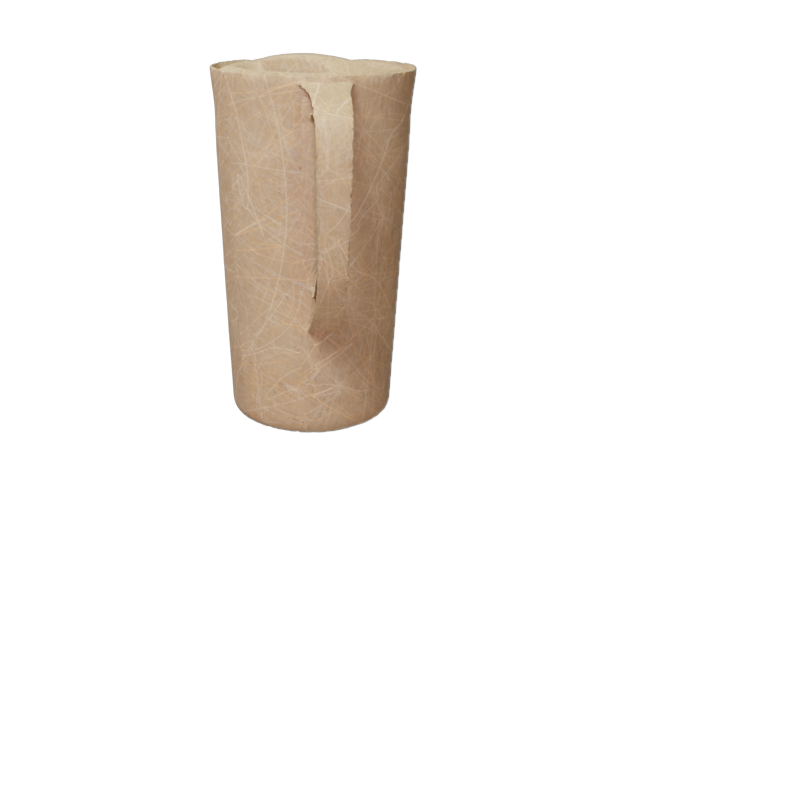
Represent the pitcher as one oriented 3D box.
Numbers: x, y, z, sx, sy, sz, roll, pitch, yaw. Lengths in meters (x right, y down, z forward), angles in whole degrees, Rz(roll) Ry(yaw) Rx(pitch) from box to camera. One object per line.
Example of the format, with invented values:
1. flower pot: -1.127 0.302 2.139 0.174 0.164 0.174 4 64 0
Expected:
1. pitcher: -0.057 -0.104 0.731 0.152 0.235 0.147 11 19 33
